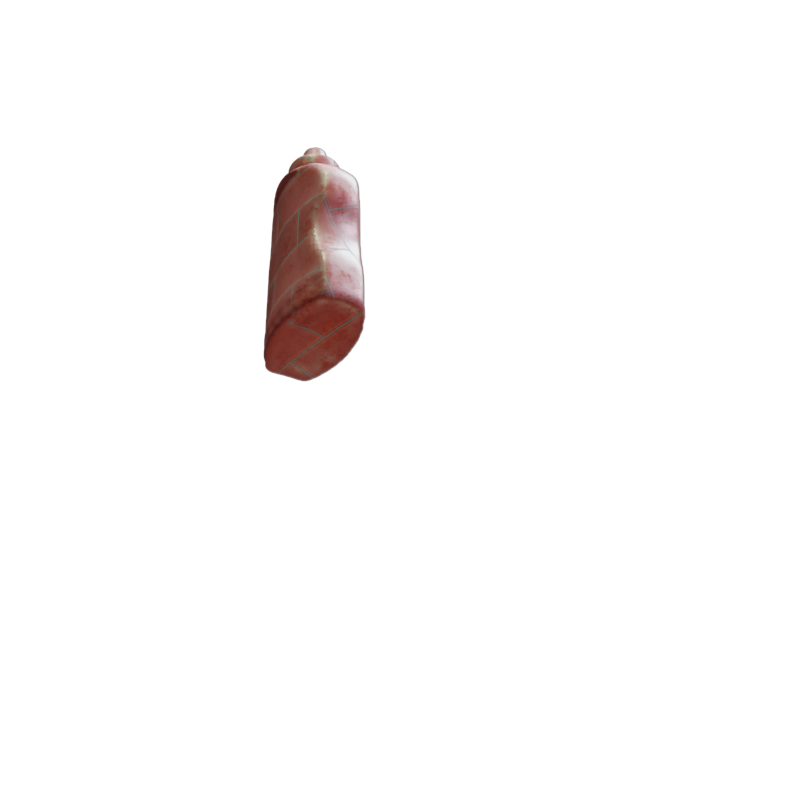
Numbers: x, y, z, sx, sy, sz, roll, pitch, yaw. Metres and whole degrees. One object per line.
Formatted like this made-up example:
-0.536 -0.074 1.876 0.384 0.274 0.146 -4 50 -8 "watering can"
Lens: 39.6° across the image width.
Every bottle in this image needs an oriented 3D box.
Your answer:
-0.063 -0.115 0.809 0.056 0.206 0.093 16 -44 -22 "bottle"
